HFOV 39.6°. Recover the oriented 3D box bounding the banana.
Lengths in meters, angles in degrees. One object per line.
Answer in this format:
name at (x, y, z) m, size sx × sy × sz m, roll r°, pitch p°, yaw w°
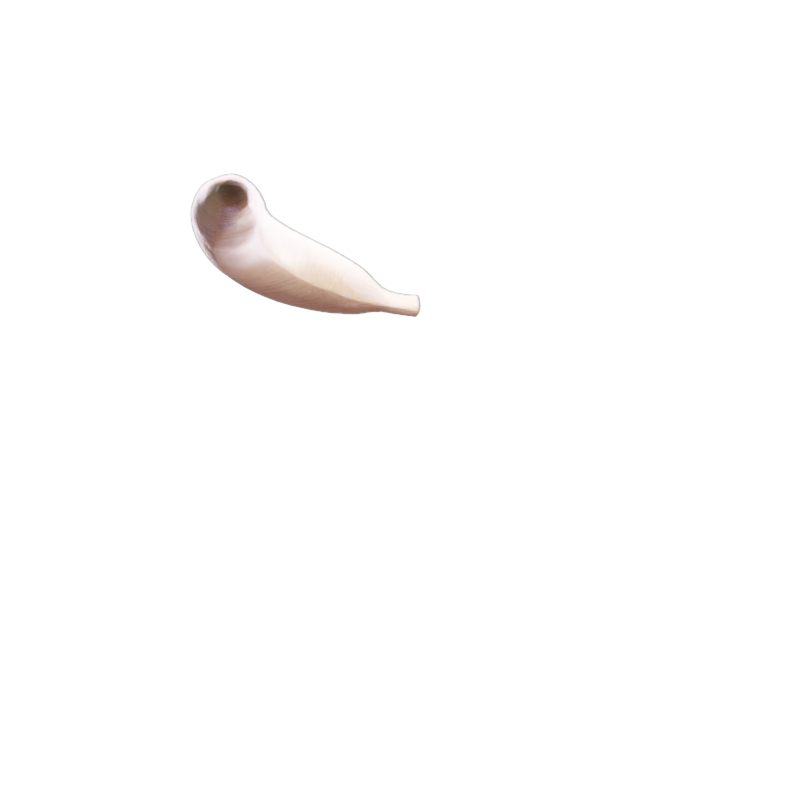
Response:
banana at (-0.058, -0.075, 0.552) m, size 0.071 × 0.038 × 0.187 m, roll -6°, pitch -11°, yaw 25°
